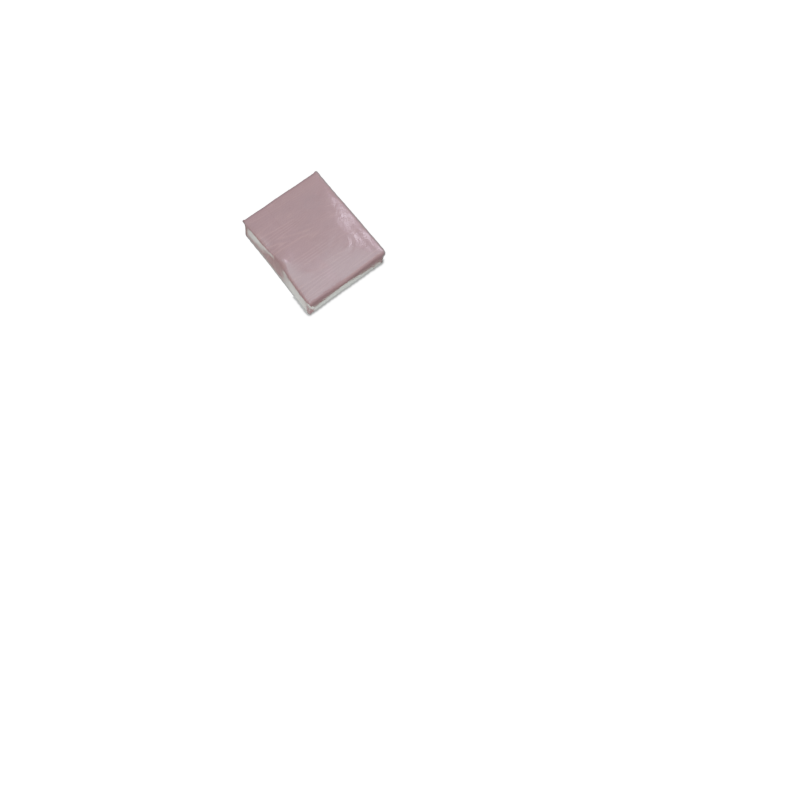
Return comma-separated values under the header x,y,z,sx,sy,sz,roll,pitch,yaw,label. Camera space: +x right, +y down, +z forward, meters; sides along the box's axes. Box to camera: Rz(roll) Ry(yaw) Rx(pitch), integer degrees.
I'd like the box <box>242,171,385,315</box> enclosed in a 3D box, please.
x,y,z,sx,sy,sz,roll,pitch,yaw,label
-0.067,-0.122,0.857,0.073,0.093,0.029,-35,-17,-13,box
